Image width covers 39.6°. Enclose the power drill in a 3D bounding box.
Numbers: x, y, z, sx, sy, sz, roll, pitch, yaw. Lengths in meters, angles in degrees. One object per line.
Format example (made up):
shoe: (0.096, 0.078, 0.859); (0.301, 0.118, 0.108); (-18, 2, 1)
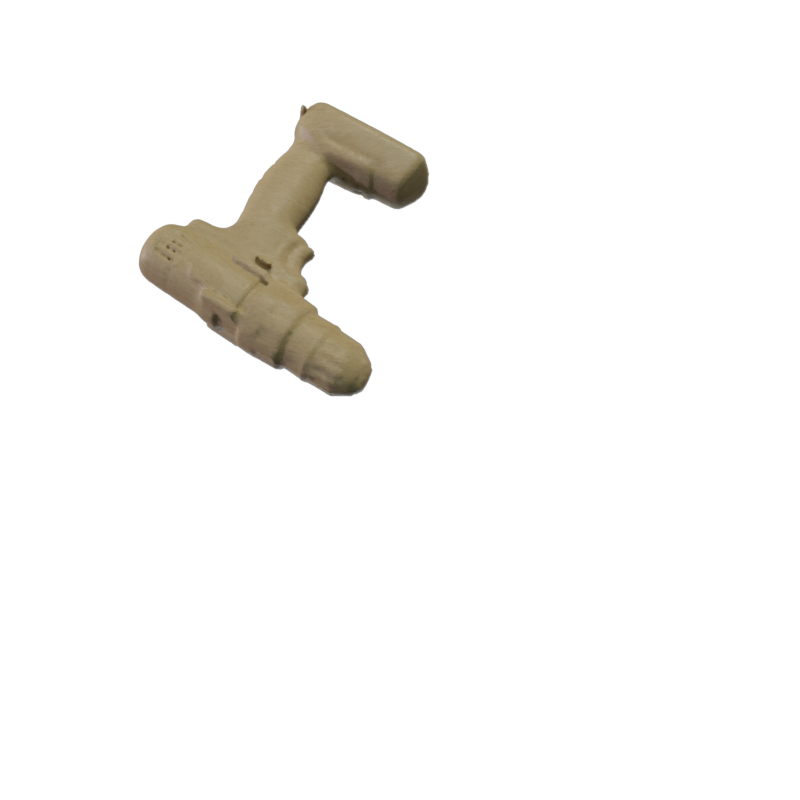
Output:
power drill: (-0.061, -0.110, 0.773); (0.192, 0.192, 0.054); (31, -26, 17)
